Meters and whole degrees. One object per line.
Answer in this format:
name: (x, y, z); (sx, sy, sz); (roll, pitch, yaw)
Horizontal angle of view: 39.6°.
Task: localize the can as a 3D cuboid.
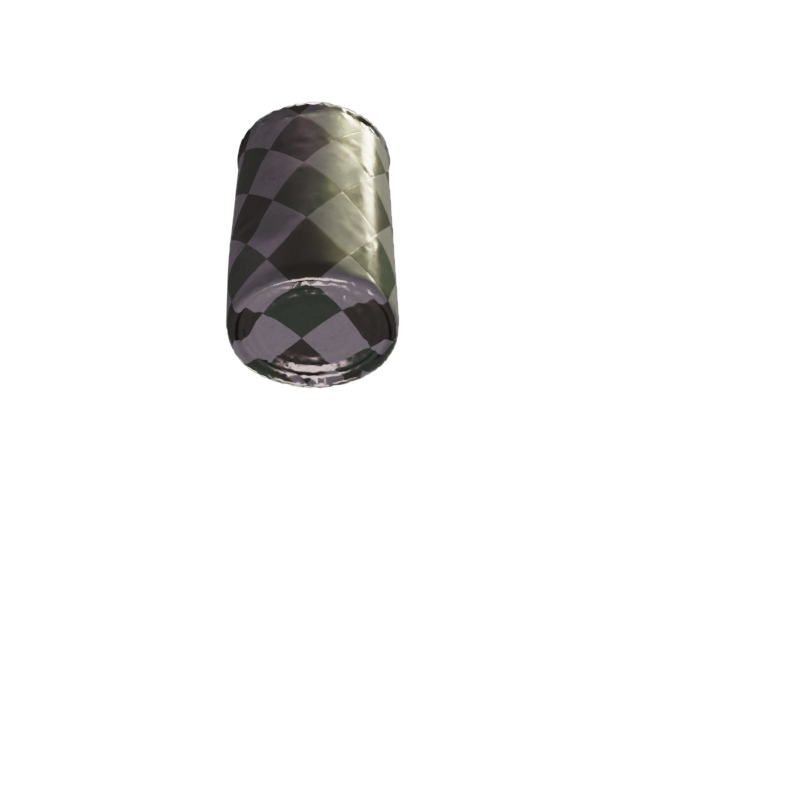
can: (-0.036, -0.065, 0.457); (0.068, 0.110, 0.064); (-1, -42, -3)
